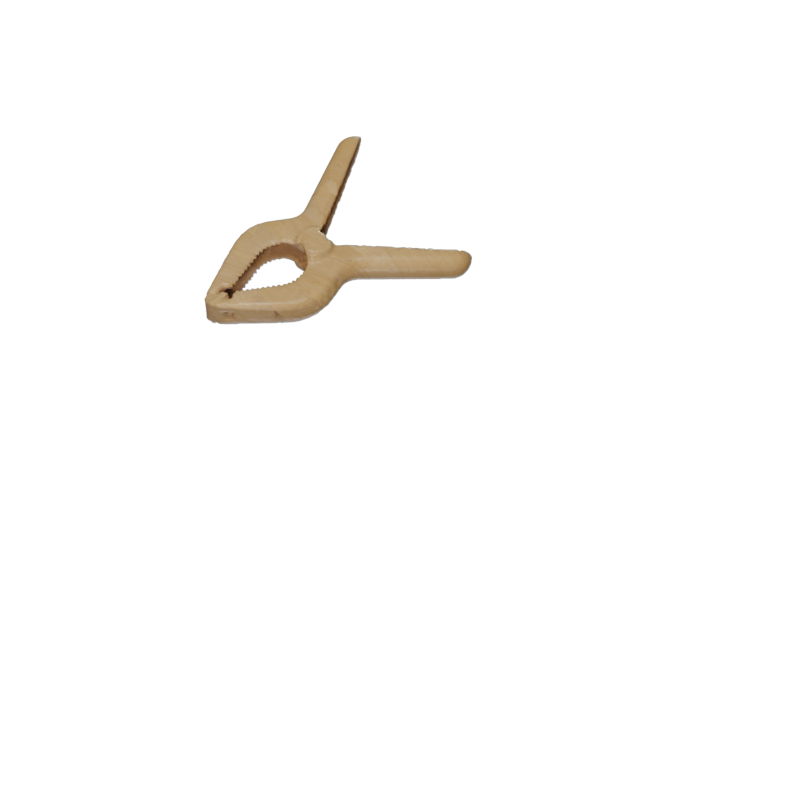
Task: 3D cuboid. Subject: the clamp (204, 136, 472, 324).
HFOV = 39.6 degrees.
[{"bbox_3d":[-0.071,-0.129,0.903,0.209,0.177,0.034,-25,-31,-16],"label":"clamp"}]
